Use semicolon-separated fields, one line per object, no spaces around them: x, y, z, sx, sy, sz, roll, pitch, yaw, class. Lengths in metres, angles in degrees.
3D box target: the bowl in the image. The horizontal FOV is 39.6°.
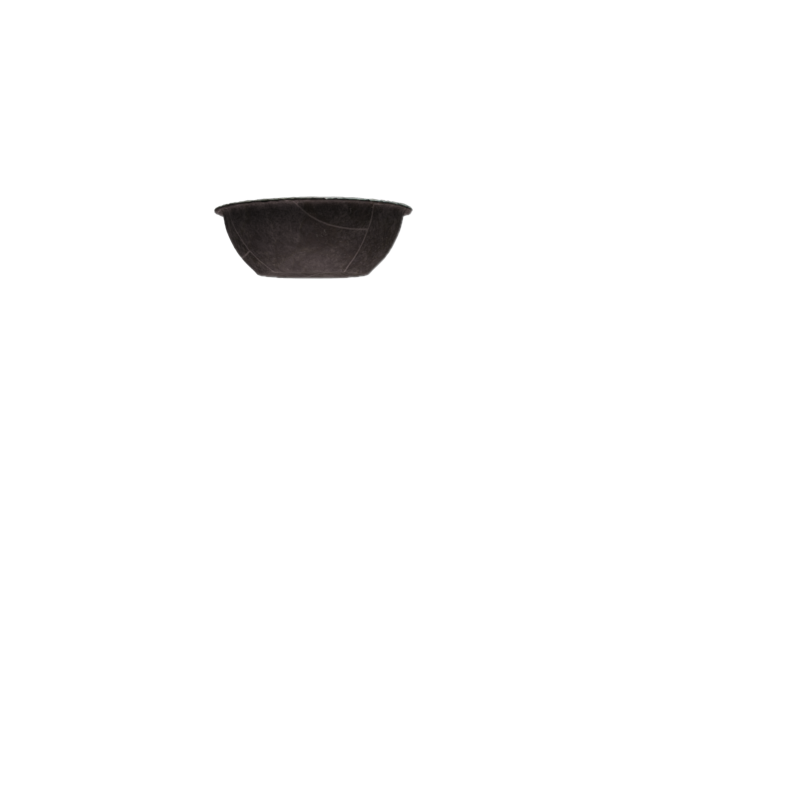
-0.071;-0.129;0.901;0.162;0.055;0.162;0;2;-2;bowl
